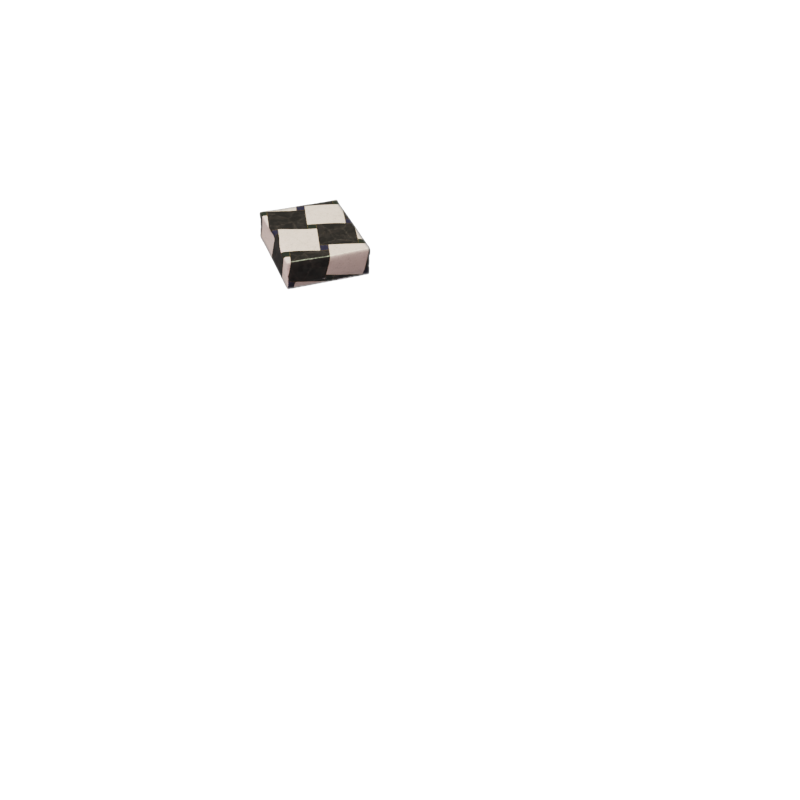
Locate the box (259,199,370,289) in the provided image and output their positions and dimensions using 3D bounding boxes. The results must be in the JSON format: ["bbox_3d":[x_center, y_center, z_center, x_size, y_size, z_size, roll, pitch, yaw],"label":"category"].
[{"bbox_3d":[-0.075,-0.136,0.953,0.072,0.028,0.097,-12,39,-15],"label":"box"}]
